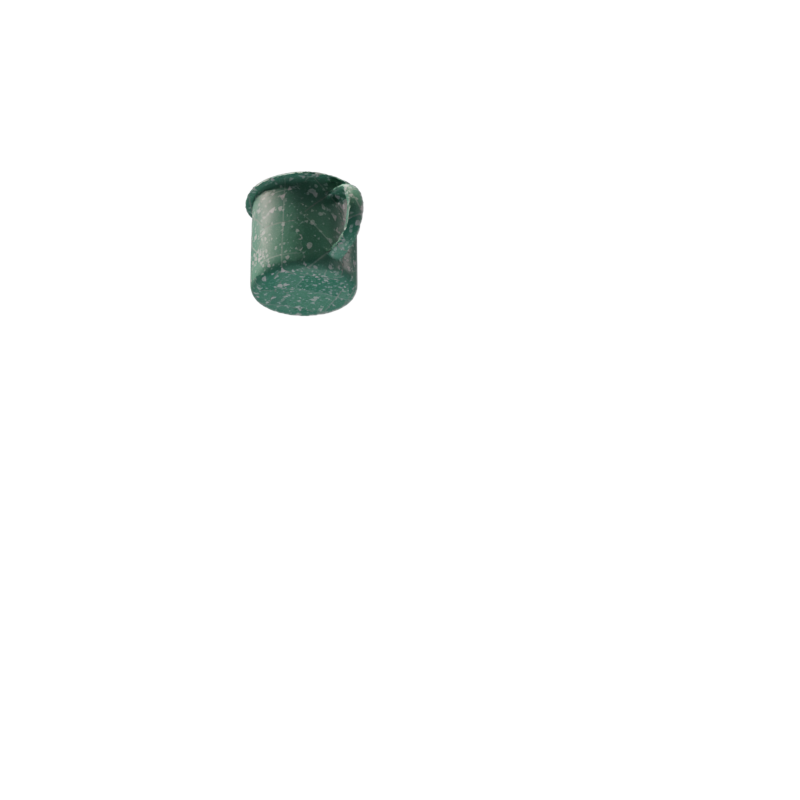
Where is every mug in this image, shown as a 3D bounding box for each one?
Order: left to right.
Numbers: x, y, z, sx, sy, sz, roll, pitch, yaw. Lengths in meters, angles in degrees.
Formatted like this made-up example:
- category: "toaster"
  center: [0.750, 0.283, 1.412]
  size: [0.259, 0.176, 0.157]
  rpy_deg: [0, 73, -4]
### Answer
- category: "mug"
  center: [-0.066, -0.121, 0.846]
  size: [0.088, 0.086, 0.117]
  rpy_deg: [19, -32, -35]
